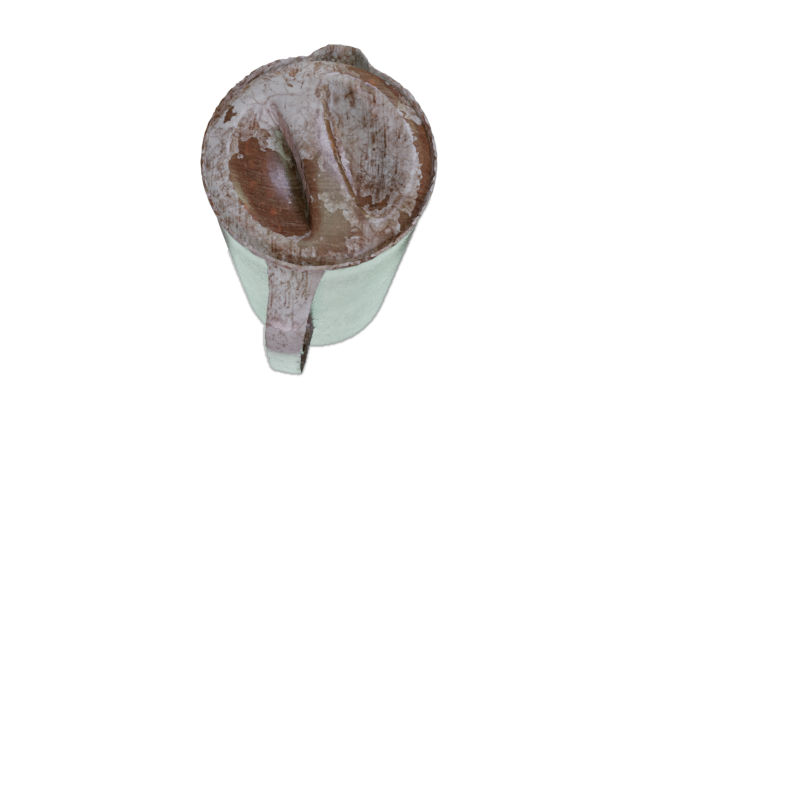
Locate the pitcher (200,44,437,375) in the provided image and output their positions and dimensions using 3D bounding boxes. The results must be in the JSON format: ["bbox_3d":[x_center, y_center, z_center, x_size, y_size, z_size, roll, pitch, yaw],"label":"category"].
[{"bbox_3d":[-0.057,-0.104,0.727,0.149,0.150,0.234,-35,-10,-11],"label":"pitcher"}]
